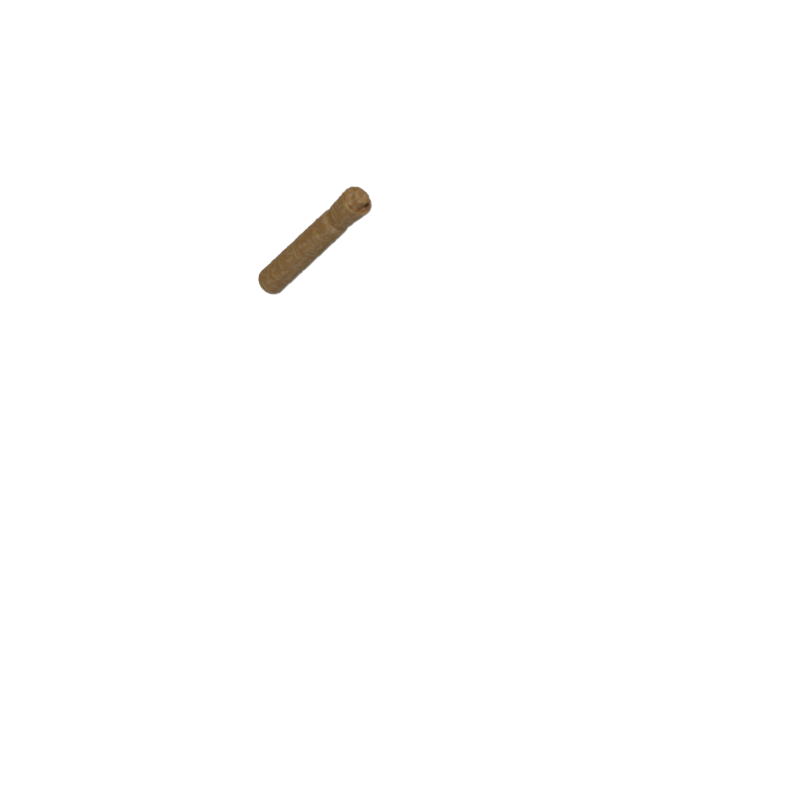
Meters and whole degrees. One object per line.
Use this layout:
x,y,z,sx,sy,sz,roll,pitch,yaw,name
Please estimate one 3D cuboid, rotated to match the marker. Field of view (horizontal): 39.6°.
-0.052,-0.096,0.670,0.019,0.021,0.119,-2,-18,-34,marker
